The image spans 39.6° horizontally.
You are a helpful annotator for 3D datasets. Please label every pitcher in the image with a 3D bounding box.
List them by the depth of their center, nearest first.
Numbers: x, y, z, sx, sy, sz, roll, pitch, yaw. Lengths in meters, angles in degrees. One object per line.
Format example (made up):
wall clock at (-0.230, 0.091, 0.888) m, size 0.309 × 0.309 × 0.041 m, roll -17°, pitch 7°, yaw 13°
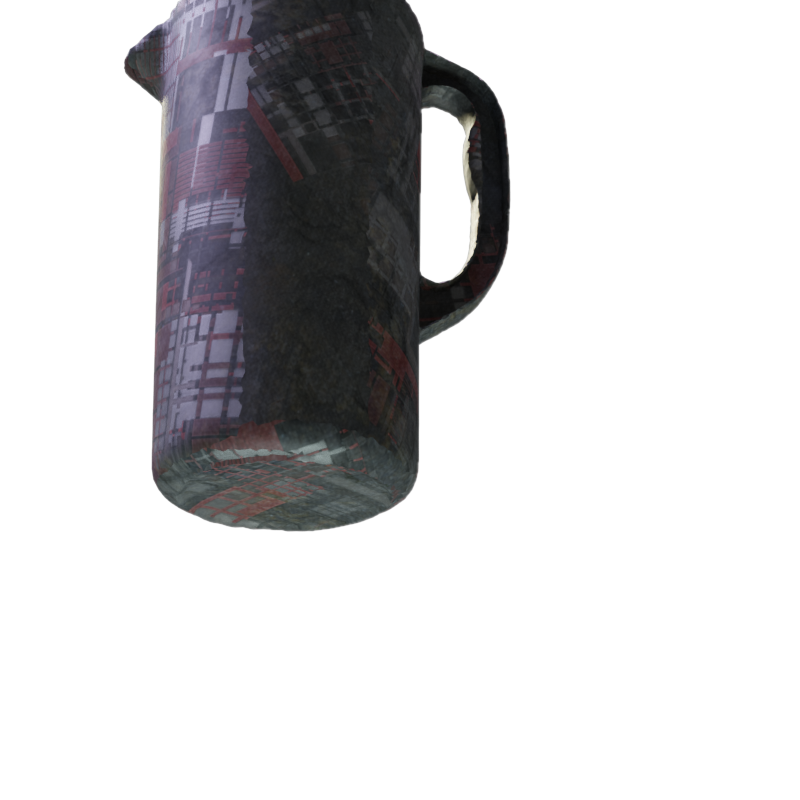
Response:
pitcher at (-0.040, -0.072, 0.506) m, size 0.151 × 0.258 × 0.135 m, roll -19°, pitch -33°, yaw 29°
